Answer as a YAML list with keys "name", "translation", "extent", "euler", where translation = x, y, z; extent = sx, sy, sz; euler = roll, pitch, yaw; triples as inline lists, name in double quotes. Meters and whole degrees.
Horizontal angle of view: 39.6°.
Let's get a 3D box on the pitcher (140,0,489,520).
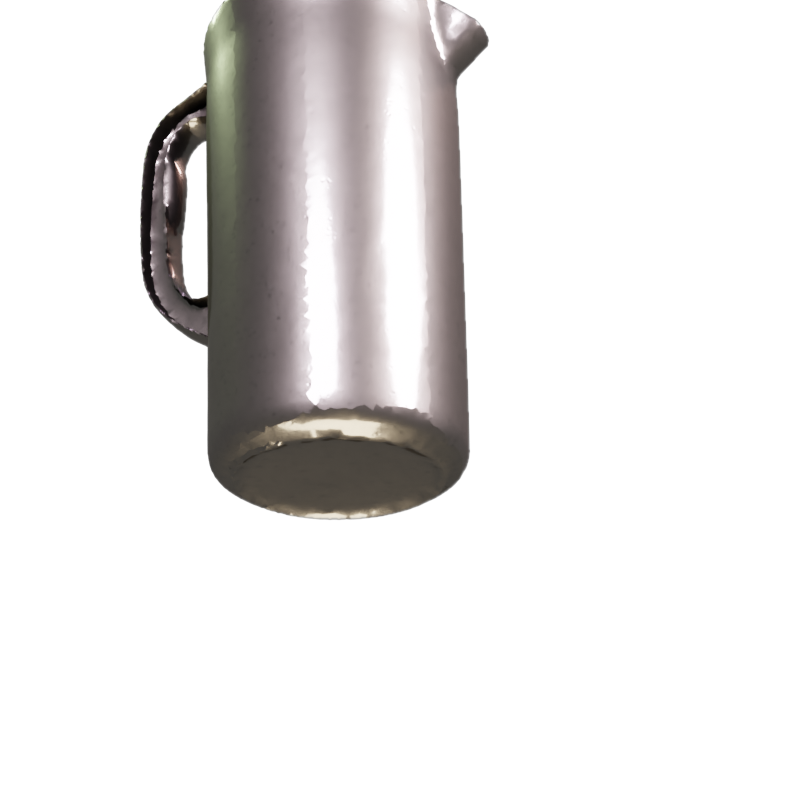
- name: "pitcher"
  translation: [-0.041, -0.074, 0.522]
  extent: [0.140, 0.259, 0.144]
  euler: [11, -33, -21]
